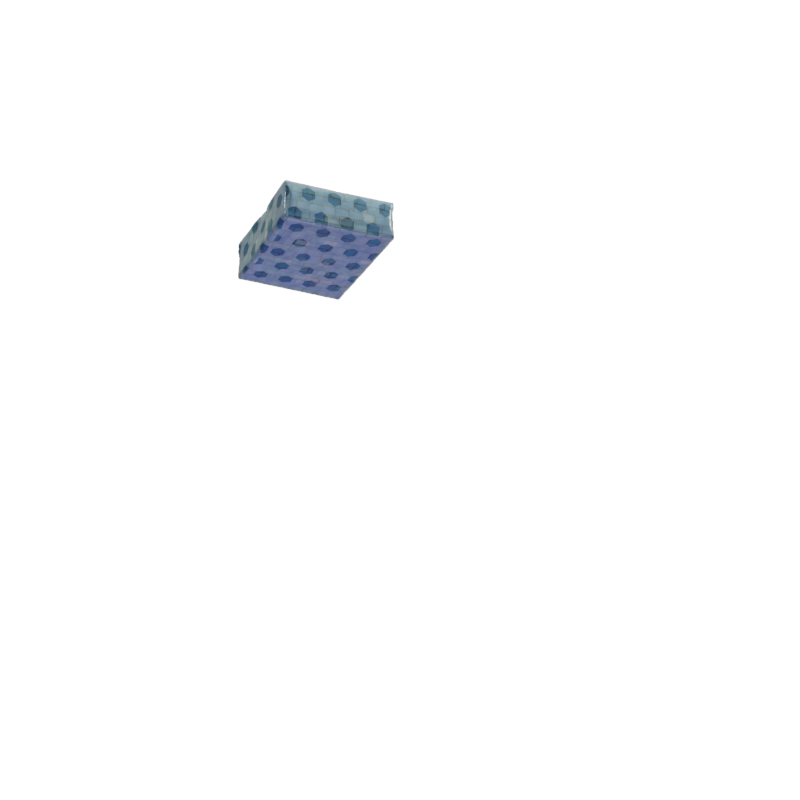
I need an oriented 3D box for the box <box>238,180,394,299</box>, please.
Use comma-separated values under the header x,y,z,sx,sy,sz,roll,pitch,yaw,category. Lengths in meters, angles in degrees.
x,y,z,sx,sy,sz,roll,pitch,yaw,category
-0.055,-0.101,0.705,0.071,0.032,0.087,10,-26,-22,box
